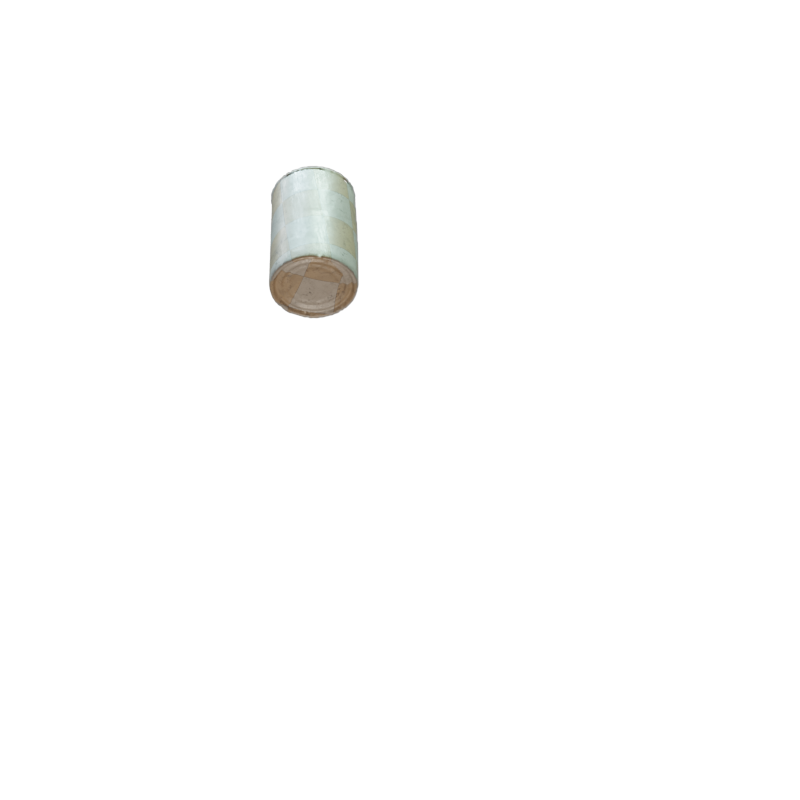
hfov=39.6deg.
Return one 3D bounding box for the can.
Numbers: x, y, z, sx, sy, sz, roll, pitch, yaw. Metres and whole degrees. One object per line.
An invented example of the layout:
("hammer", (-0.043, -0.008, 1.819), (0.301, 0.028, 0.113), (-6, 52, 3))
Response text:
("can", (-0.067, -0.122, 0.852), (0.068, 0.110, 0.064), (-1, -43, -3))
